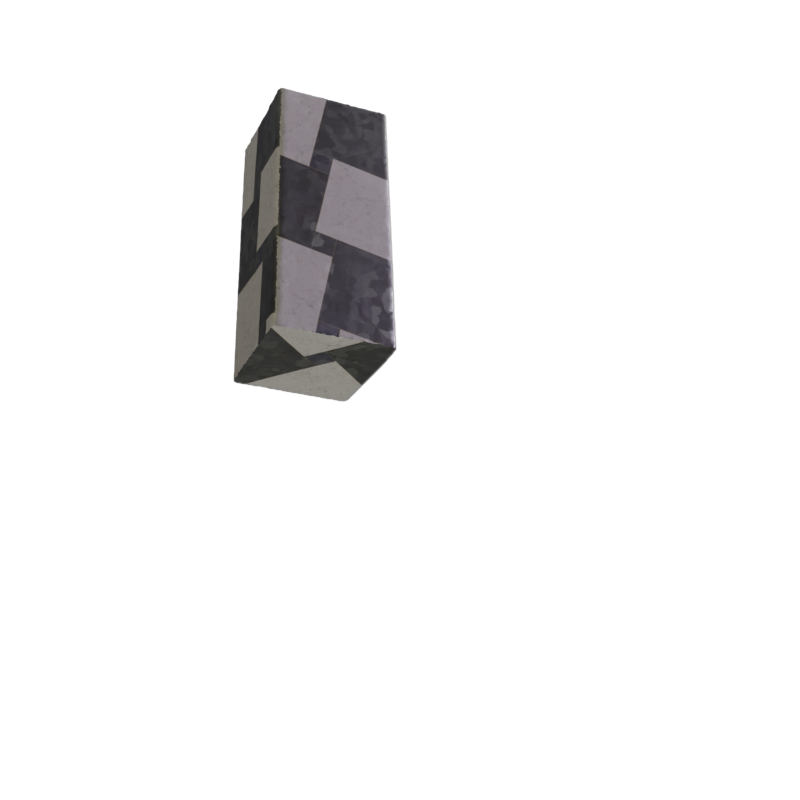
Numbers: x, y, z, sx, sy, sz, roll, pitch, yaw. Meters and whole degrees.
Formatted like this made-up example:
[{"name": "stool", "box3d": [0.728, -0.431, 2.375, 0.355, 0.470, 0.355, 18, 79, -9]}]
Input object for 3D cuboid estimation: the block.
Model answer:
[{"name": "block", "box3d": [-0.064, -0.116, 0.818, 0.088, 0.220, 0.087, 11, -34, -21]}]
